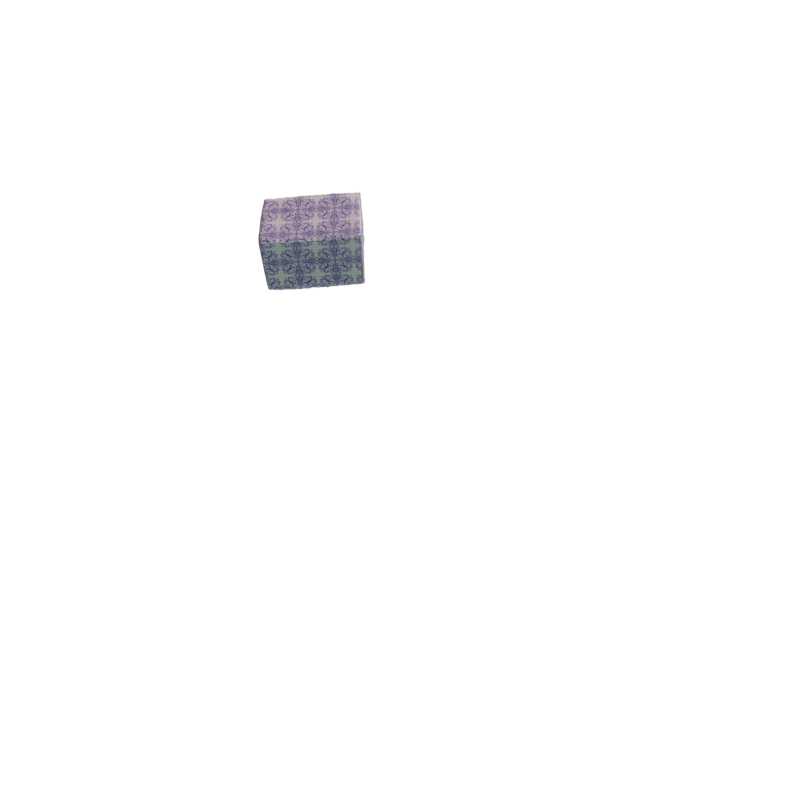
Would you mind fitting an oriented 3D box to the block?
[{"bbox_3d":[-0.067,-0.122,0.854,0.078,0.055,0.049,-3,-45,2],"label":"block"}]
